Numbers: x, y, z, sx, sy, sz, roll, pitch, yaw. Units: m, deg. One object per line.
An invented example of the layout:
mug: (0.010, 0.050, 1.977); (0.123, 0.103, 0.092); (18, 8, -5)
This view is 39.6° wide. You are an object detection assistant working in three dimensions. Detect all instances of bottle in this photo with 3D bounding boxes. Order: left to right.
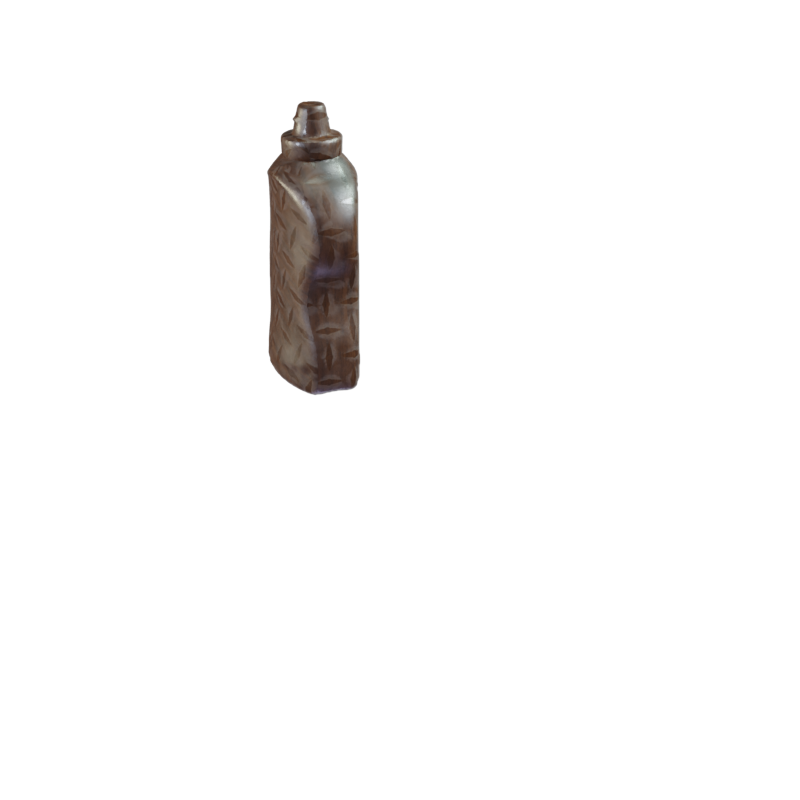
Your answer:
bottle: (-0.060, -0.108, 0.755); (0.057, 0.183, 0.102); (-6, 23, -19)
